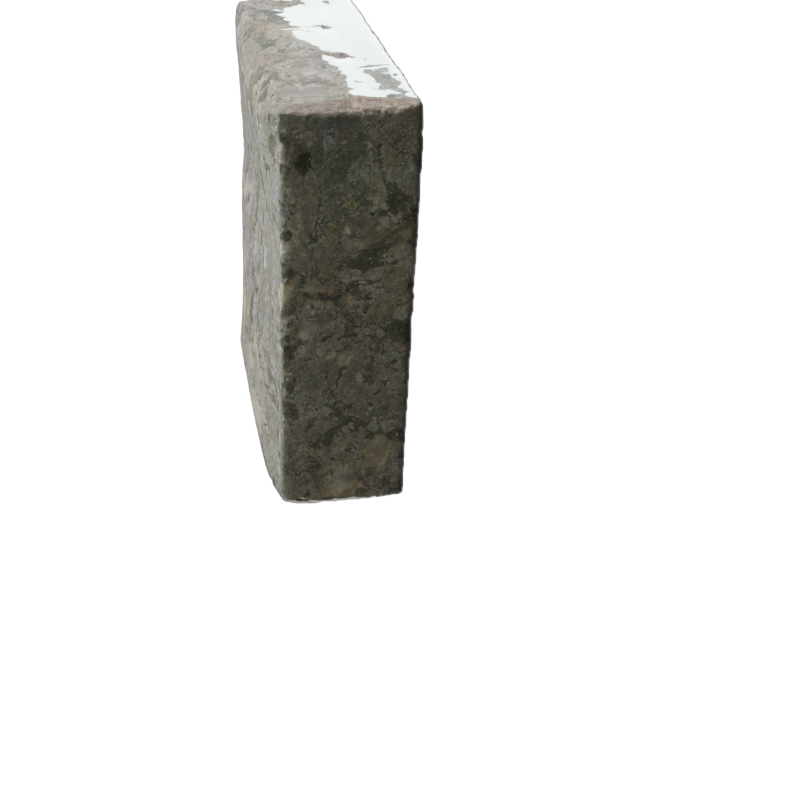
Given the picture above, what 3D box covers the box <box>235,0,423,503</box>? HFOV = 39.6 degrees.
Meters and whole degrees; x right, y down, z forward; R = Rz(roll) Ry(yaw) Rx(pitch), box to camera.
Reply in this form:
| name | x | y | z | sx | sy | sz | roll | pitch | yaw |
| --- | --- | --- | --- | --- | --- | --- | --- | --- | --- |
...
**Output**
| name | x | y | z | sx | sy | sz | roll | pitch | yaw |
| --- | --- | --- | --- | --- | --- | --- | --- | --- | --- |
| box | -0.045 | -0.082 | 0.574 | 0.071 | 0.201 | 0.176 | -5 | 33 | -12 |
